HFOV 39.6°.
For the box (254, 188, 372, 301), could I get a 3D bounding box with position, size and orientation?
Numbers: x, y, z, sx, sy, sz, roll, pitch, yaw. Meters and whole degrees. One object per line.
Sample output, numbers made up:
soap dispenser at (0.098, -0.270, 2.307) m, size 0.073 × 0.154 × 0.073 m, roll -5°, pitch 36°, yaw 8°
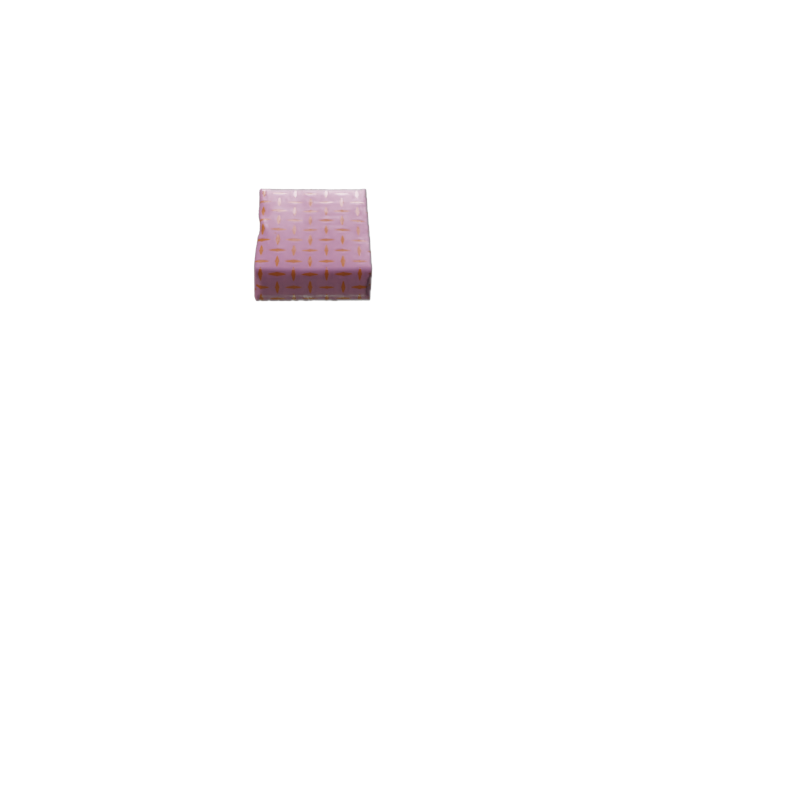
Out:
box at (-0.056, -0.103, 0.718) m, size 0.073 × 0.028 × 0.096 m, roll -1°, pitch 43°, yaw -1°
